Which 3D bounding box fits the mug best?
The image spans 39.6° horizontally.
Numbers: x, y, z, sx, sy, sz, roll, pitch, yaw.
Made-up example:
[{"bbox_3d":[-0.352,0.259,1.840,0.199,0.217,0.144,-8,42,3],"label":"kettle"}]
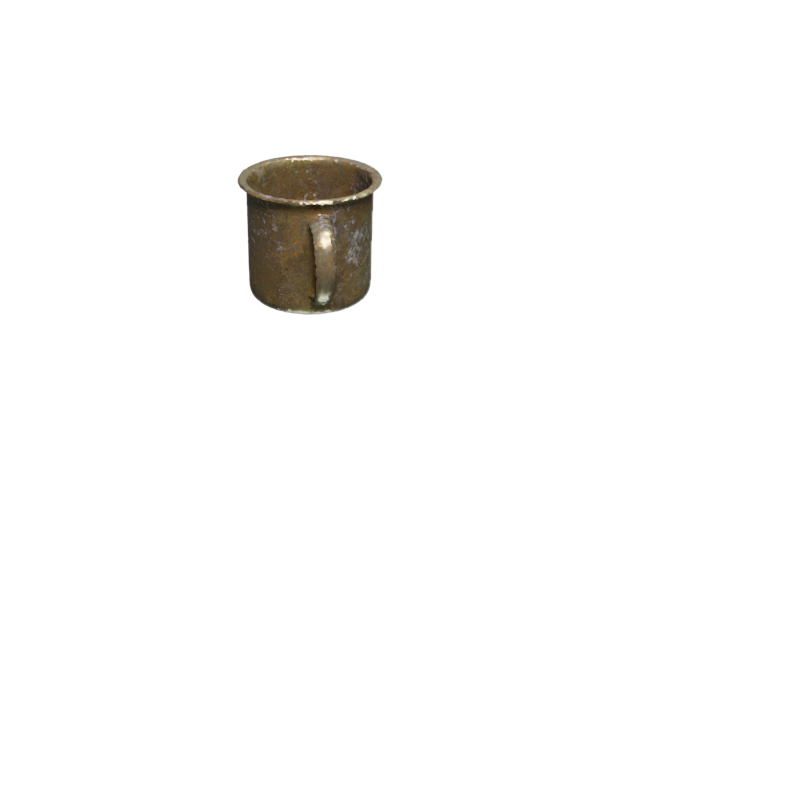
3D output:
[{"bbox_3d":[-0.056,-0.103,0.718,0.092,0.077,0.125,-5,28,-12],"label":"mug"}]
